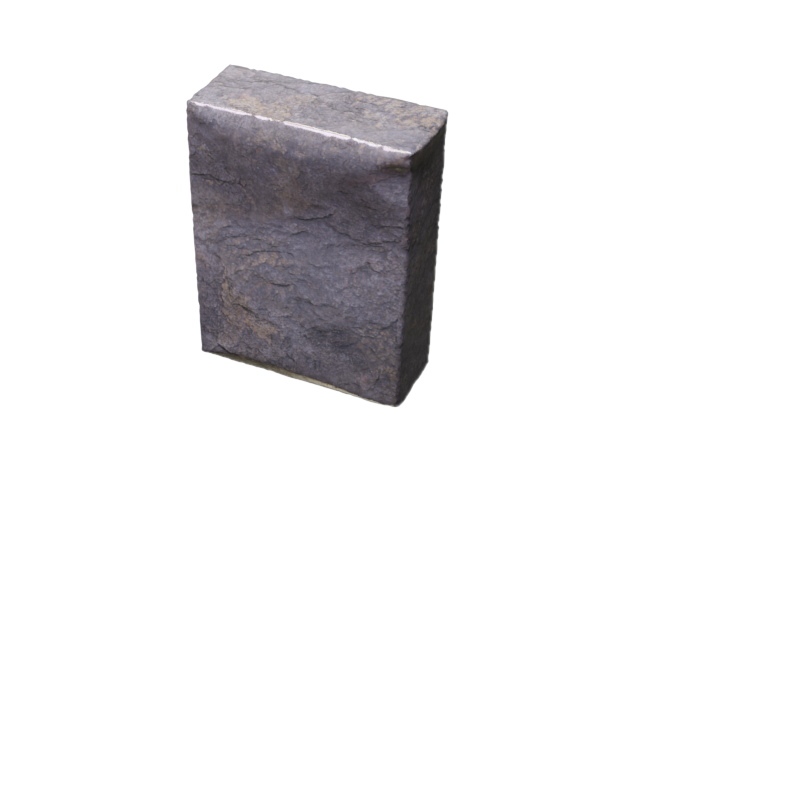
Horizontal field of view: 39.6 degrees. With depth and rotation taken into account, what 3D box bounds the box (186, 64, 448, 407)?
[{"bbox_3d":[-0.061,-0.111,0.775,0.170,0.200,0.074,17,40,18],"label":"box"}]
